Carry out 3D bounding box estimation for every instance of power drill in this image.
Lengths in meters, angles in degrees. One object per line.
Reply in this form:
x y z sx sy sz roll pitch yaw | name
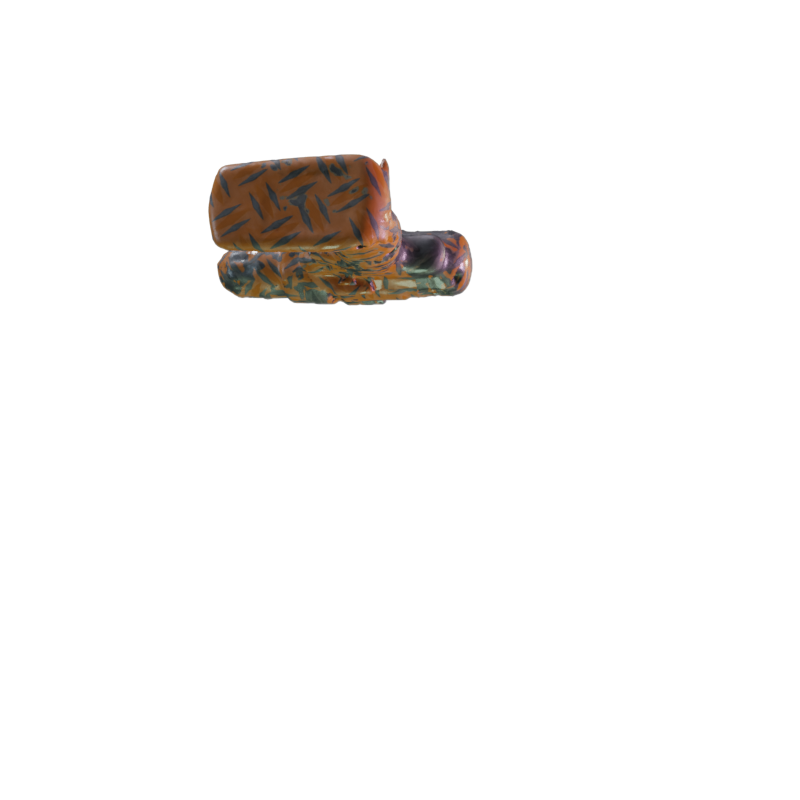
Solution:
-0.057 -0.103 0.722 0.188 0.059 0.180 -2 -7 15 | power drill
